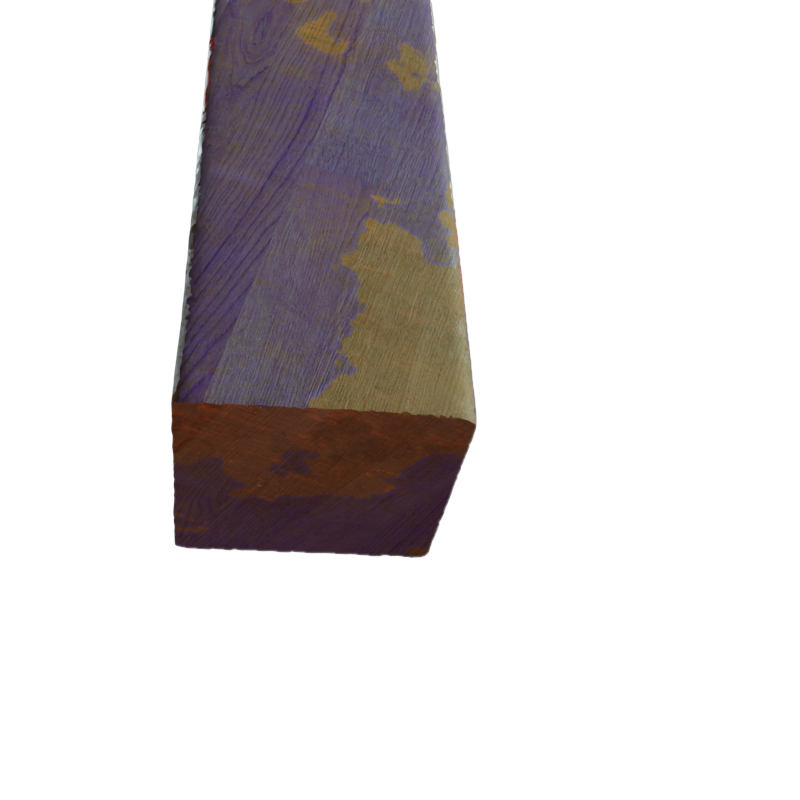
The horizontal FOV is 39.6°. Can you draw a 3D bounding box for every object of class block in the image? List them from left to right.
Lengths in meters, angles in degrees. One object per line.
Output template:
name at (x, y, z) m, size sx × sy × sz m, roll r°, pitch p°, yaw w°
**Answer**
block at (-0.032, -0.059, 0.414) m, size 0.089 × 0.221 × 0.085 m, roll 3°, pitch -39°, yaw -7°
